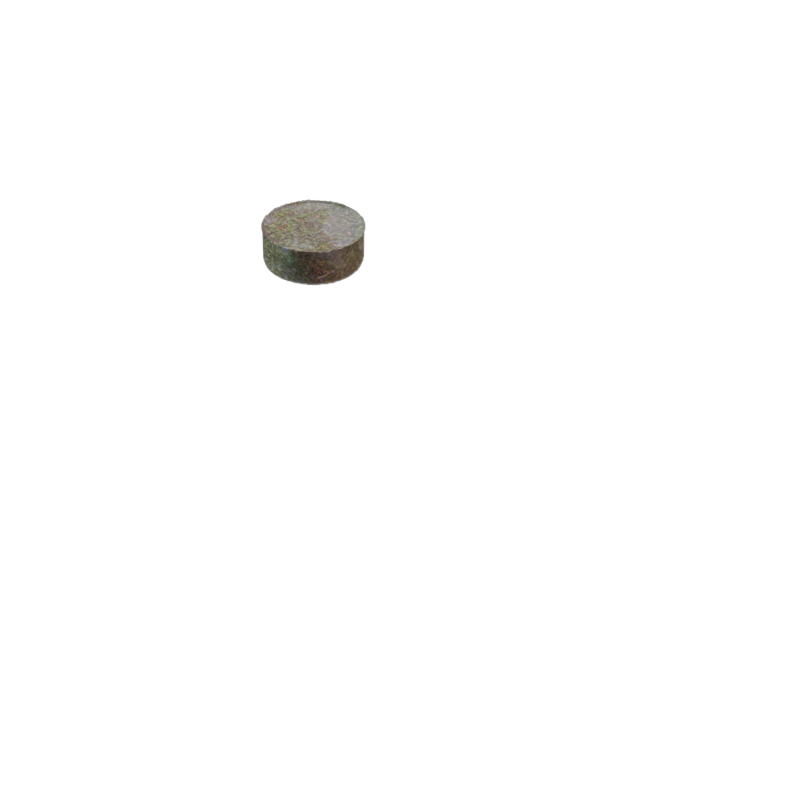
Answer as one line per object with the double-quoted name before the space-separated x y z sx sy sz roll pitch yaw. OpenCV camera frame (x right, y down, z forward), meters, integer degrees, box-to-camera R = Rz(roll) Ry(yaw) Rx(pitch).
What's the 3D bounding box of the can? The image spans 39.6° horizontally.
"can" -0.072 -0.131 0.918 0.086 0.031 0.092 -1 36 -2
